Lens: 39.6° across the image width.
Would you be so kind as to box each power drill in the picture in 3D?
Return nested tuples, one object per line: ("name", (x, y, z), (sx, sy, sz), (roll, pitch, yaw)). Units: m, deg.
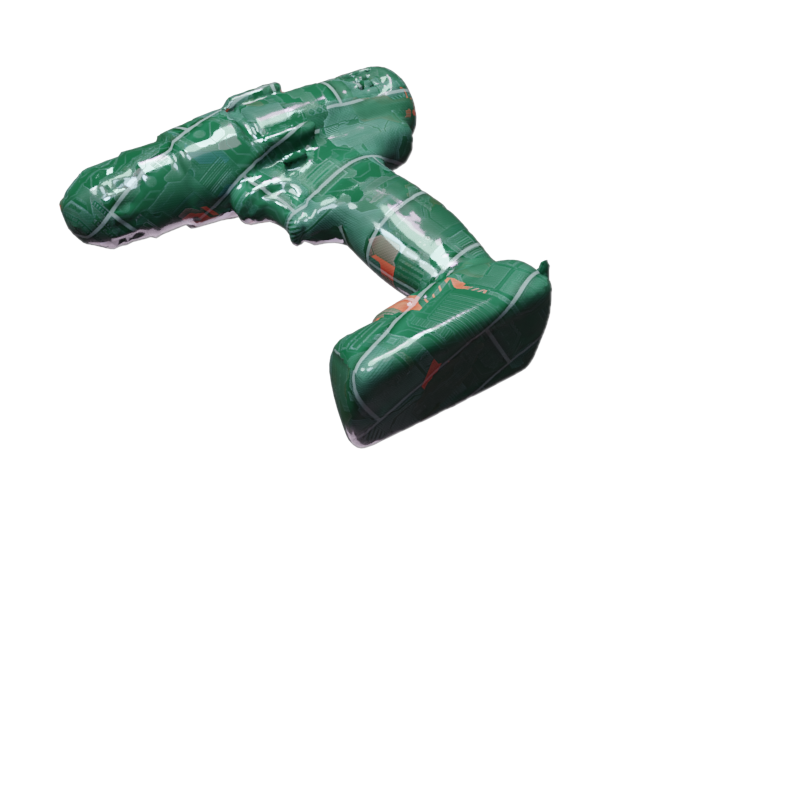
("power drill", (-0.039, -0.071, 0.500), (0.183, 0.202, 0.053), (-25, -35, -19))
